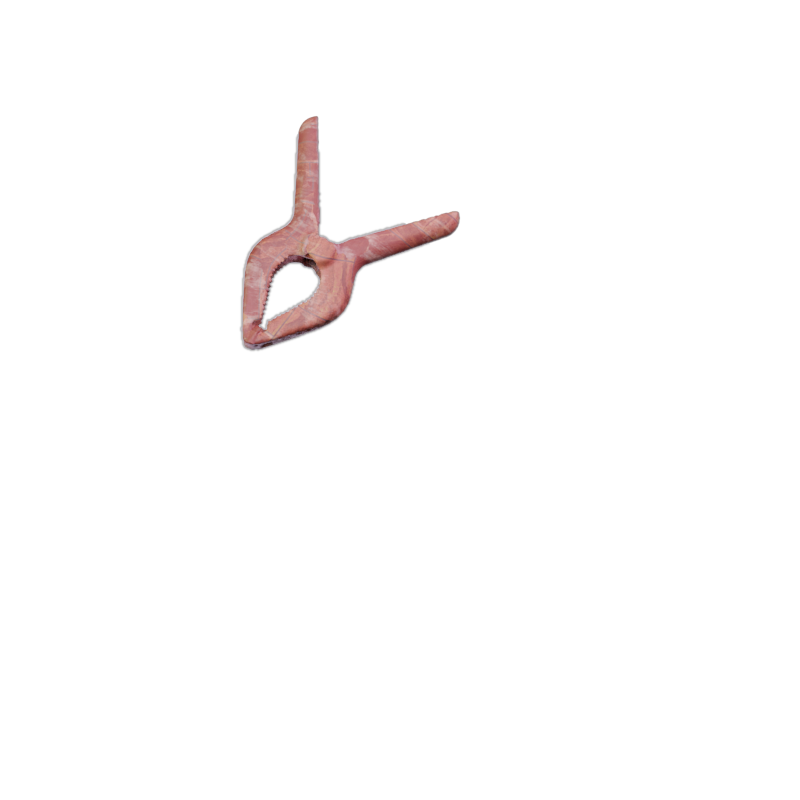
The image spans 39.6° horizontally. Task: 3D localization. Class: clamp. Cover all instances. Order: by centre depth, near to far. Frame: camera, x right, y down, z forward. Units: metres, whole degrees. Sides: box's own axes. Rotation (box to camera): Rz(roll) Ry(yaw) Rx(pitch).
[{"bbox_3d":[-0.074,-0.136,0.952,0.170,0.212,0.035,41,-14,12],"label":"clamp"}]
